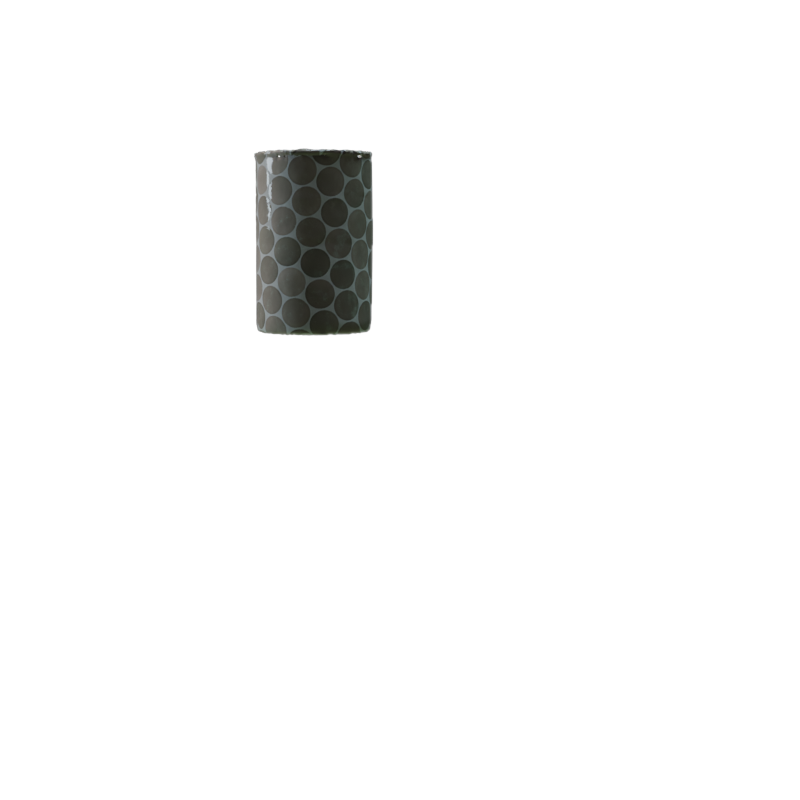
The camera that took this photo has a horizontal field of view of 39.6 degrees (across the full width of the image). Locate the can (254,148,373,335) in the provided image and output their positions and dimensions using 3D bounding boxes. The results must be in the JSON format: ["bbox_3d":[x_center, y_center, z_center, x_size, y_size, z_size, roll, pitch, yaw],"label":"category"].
[{"bbox_3d":[-0.050,-0.091,0.636,0.068,0.102,0.069,0,3,-2],"label":"can"}]
